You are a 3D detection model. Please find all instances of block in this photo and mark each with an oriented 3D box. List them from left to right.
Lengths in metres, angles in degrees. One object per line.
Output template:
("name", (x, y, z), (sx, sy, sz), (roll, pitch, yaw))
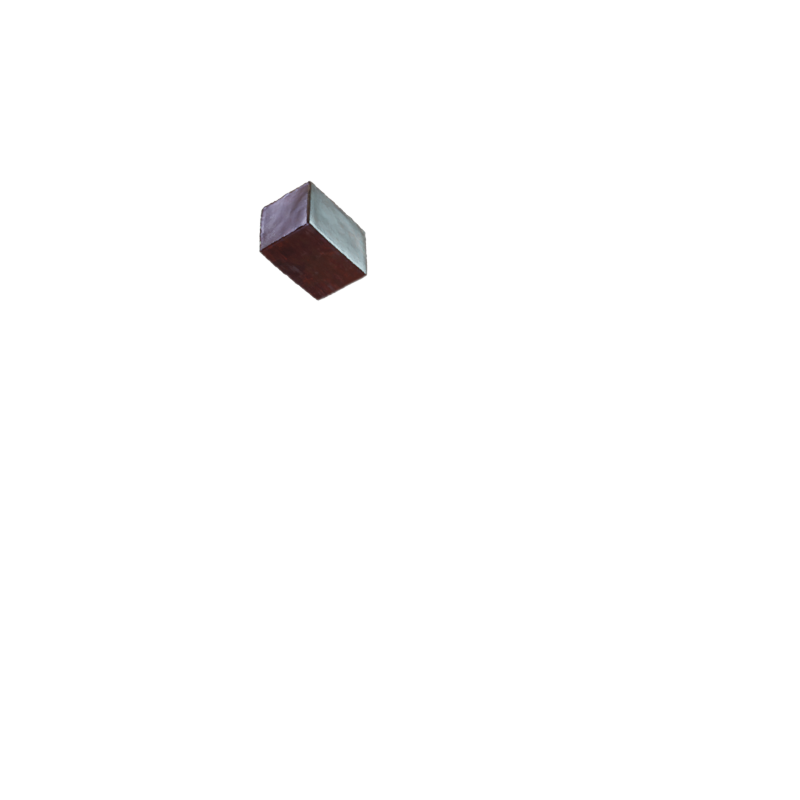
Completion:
("block", (-0.070, -0.128, 0.895), (0.053, 0.055, 0.072), (-27, -47, 26))
